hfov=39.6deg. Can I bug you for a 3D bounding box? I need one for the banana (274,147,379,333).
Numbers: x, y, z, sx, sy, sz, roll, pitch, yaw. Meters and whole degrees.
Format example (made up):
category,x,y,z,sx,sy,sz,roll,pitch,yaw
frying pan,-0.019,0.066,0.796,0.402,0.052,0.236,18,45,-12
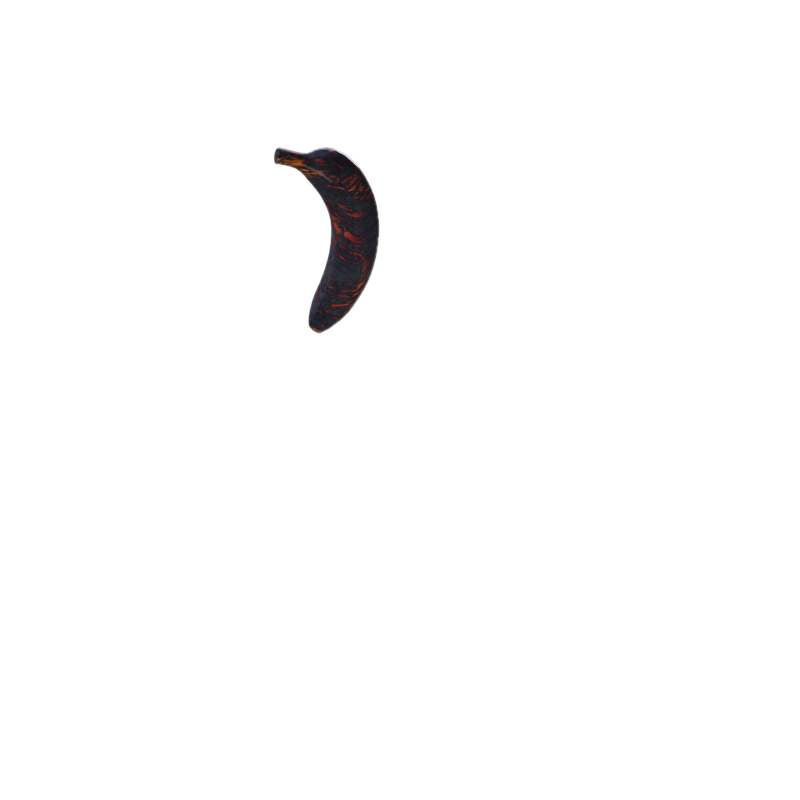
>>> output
category,x,y,z,sx,sy,sz,roll,pitch,yaw
banana,-0.050,-0.128,0.865,0.070,0.039,0.183,-4,-44,4
